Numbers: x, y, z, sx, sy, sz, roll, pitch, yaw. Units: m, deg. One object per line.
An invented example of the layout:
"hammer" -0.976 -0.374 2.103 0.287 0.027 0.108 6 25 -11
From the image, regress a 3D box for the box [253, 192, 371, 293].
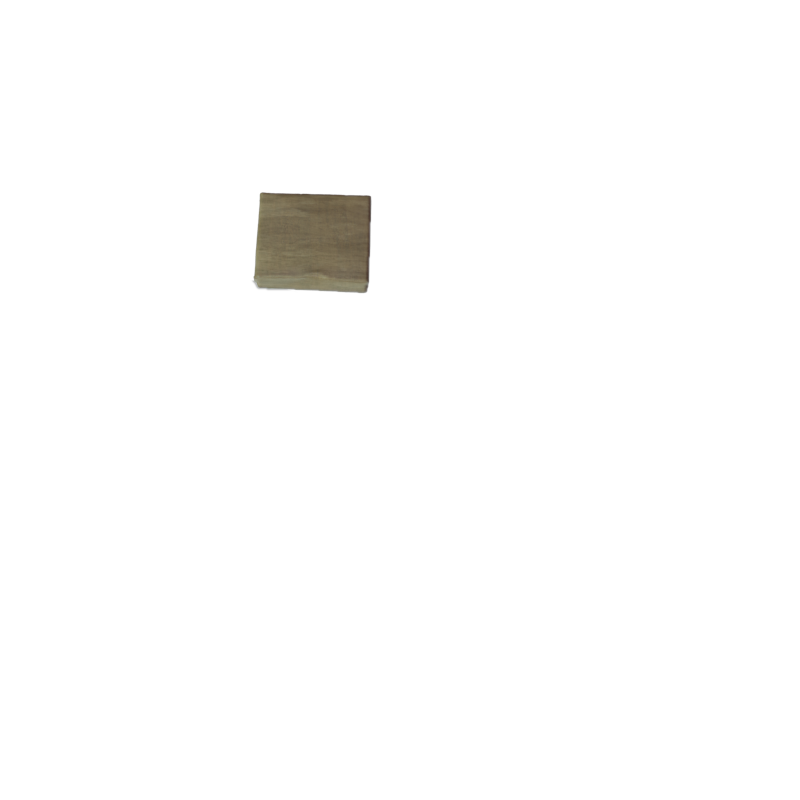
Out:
"box" -0.068 -0.124 0.867 0.089 0.077 0.029 2 -20 0
